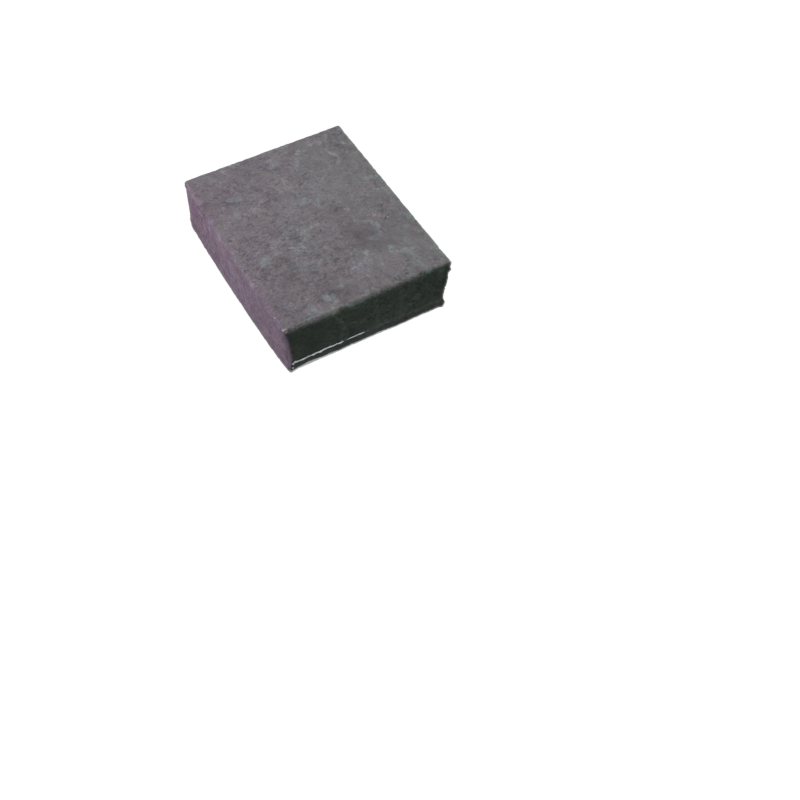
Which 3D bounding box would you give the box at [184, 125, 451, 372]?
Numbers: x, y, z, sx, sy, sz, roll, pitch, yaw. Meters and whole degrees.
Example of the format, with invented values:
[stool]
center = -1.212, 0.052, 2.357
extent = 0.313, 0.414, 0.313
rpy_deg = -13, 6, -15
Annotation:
[box]
center = -0.043, -0.078, 0.547
extent = 0.089, 0.122, 0.036
rpy_deg = -24, -33, -18
